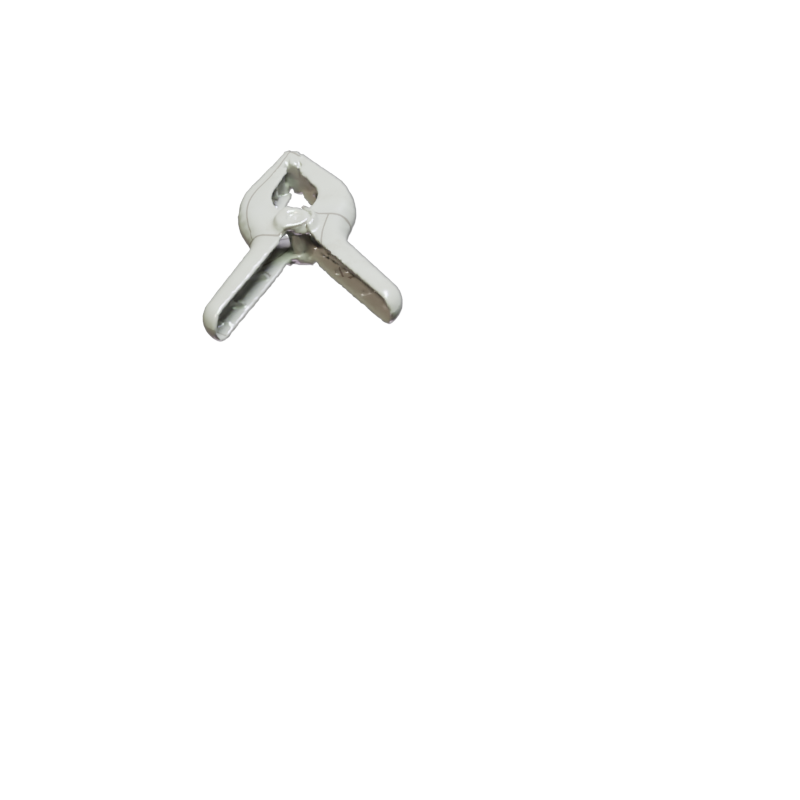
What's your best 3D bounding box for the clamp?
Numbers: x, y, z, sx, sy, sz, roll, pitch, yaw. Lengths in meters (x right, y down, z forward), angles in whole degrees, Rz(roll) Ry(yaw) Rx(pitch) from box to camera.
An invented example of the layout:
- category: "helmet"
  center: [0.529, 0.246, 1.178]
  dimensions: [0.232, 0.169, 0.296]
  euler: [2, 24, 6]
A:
- category: "clamp"
  center: [-0.056, -0.103, 0.721]
  dimensions: [0.121, 0.183, 0.036]
  euler: [3, -43, 2]
